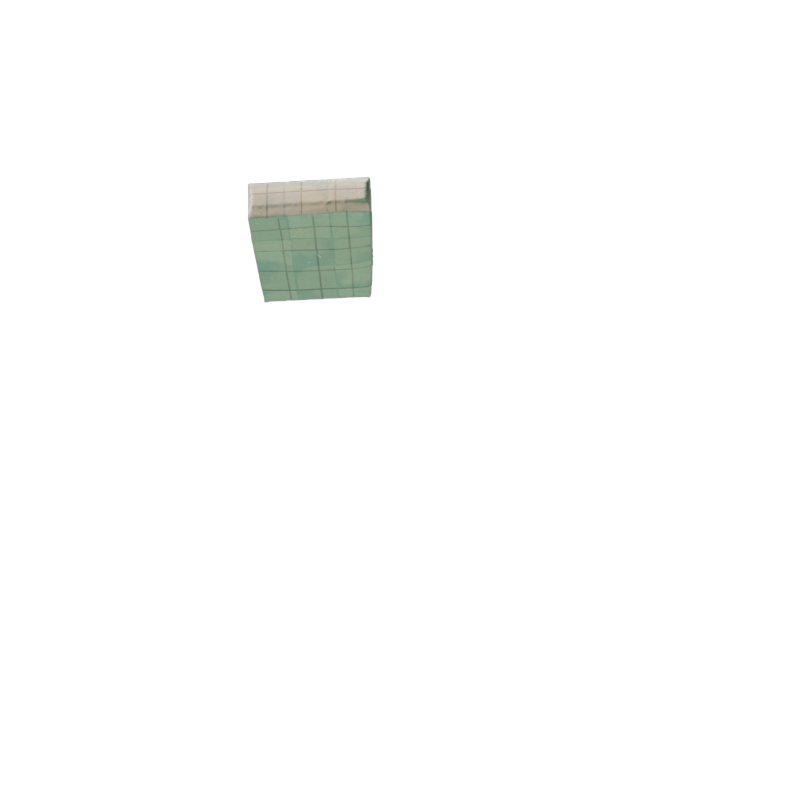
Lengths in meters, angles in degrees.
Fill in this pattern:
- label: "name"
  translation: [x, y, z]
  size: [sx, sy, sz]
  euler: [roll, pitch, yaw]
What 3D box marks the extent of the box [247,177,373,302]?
- label: "box"
  translation: [-0.066, -0.120, 0.839]
  size: [0.090, 0.042, 0.106]
  euler: [-1, -33, 1]
